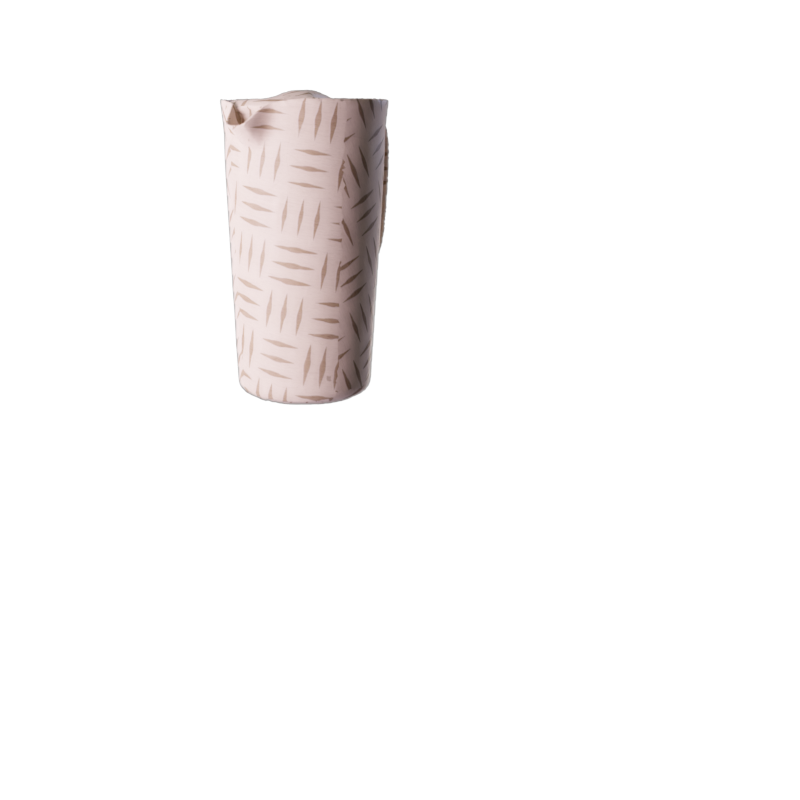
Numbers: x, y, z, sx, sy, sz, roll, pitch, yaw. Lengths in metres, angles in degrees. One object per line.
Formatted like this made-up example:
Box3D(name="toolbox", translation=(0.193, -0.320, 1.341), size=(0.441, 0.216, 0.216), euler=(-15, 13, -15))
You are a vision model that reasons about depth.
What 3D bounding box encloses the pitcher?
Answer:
Box3D(name="pitcher", translation=(-0.070, -0.128, 0.898), size=(0.147, 0.238, 0.150), euler=(-1, 9, -11))
